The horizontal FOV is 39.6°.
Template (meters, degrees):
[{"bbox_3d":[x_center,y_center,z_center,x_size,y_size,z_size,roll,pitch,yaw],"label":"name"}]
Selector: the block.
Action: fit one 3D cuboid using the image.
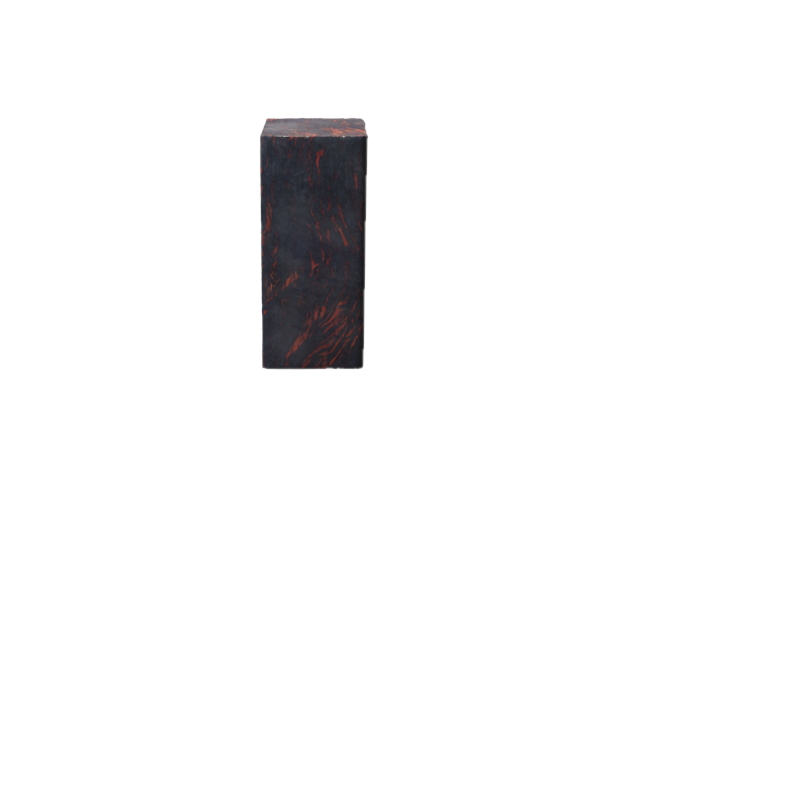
[{"bbox_3d":[-0.076,-0.139,0.977,0.090,0.198,0.094,0,17,-2],"label":"block"}]
